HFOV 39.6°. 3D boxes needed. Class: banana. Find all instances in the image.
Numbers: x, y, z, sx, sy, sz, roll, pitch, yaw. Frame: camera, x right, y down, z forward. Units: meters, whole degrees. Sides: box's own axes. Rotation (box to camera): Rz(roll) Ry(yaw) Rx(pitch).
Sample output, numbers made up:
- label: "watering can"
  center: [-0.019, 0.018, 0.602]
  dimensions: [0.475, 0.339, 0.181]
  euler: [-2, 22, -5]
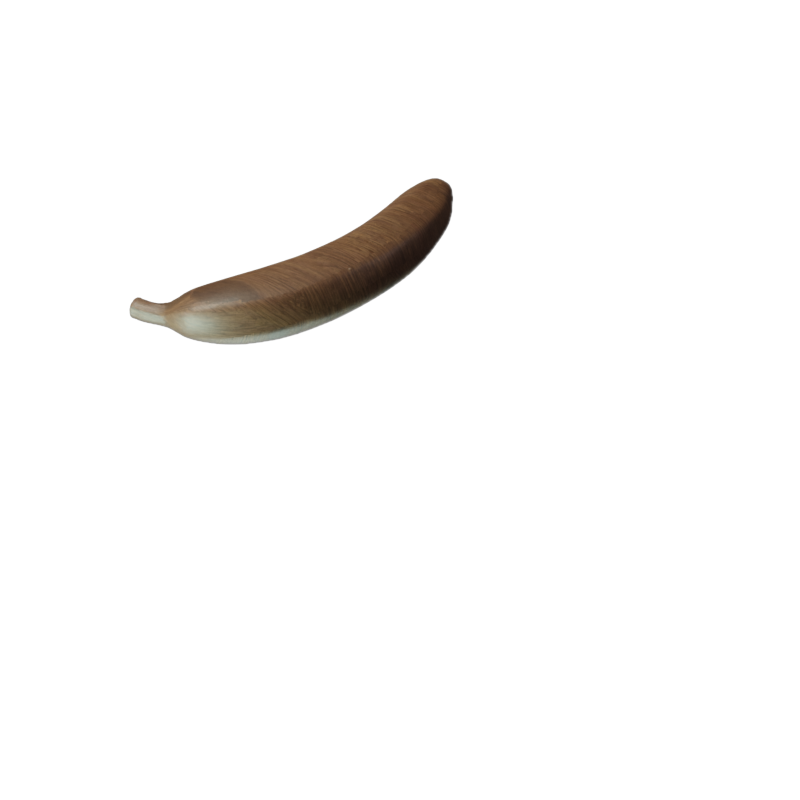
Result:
- label: "banana"
  center: [-0.039, -0.072, 0.579]
  dimensions: [0.196, 0.034, 0.075]
  euler: [-24, 48, -24]
